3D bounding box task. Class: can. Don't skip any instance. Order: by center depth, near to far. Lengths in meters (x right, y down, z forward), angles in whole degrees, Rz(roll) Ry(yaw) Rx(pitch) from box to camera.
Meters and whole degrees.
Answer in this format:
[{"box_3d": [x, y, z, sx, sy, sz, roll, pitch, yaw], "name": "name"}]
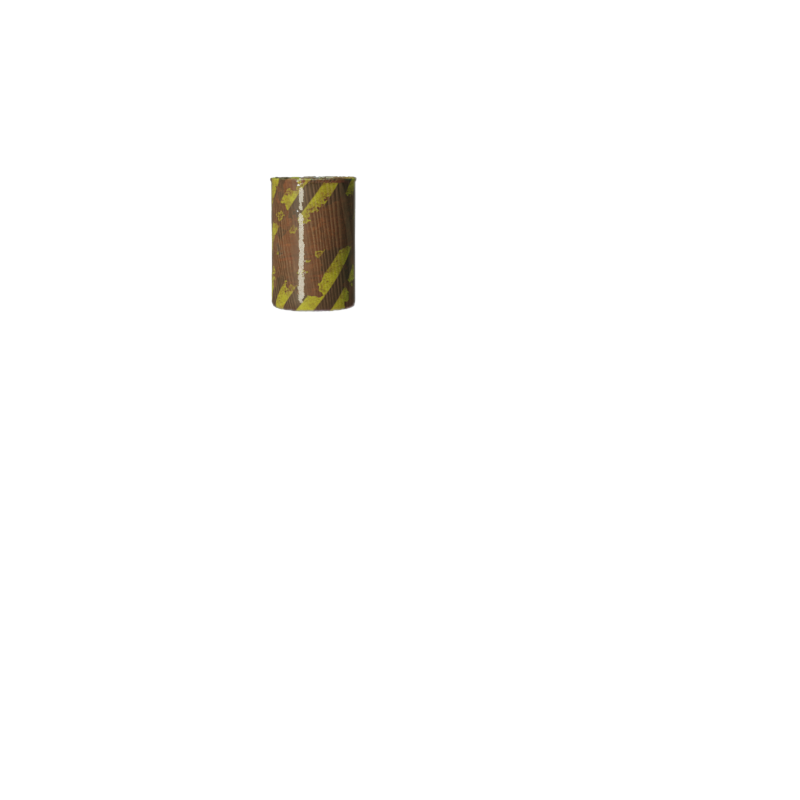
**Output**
[{"box_3d": [-0.068, -0.125, 0.873, 0.068, 0.101, 0.070, 0, 7, -2], "name": "can"}]
